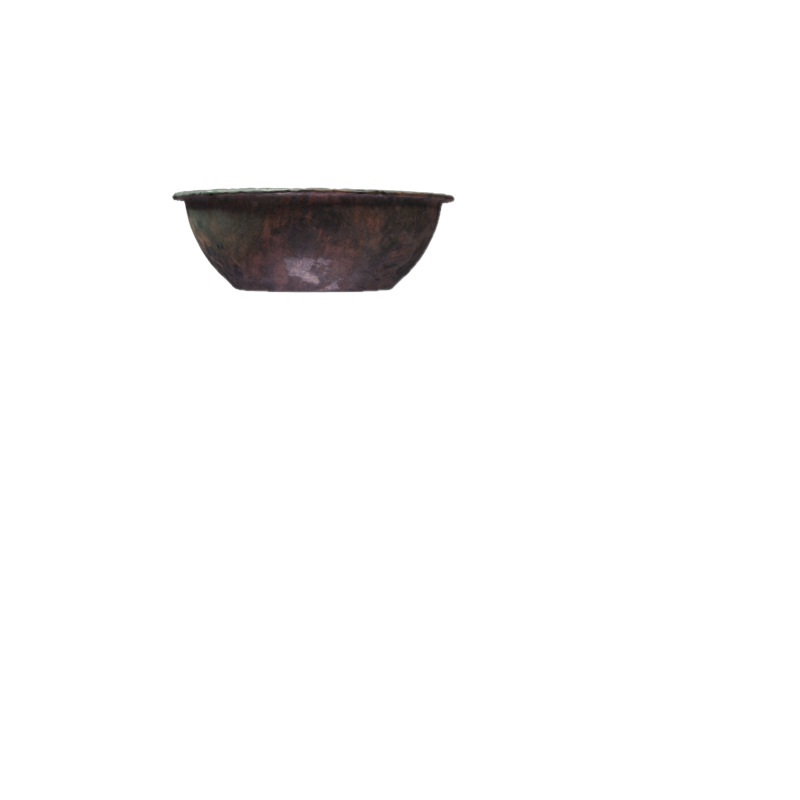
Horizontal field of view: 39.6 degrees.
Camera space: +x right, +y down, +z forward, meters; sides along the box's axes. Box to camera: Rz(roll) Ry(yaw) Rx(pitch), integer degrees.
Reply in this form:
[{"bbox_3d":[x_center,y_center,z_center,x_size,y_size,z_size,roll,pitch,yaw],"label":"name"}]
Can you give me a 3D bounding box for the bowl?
[{"bbox_3d":[-0.050,-0.091,0.636,0.162,0.055,0.164,0,7,-2],"label":"bowl"}]
